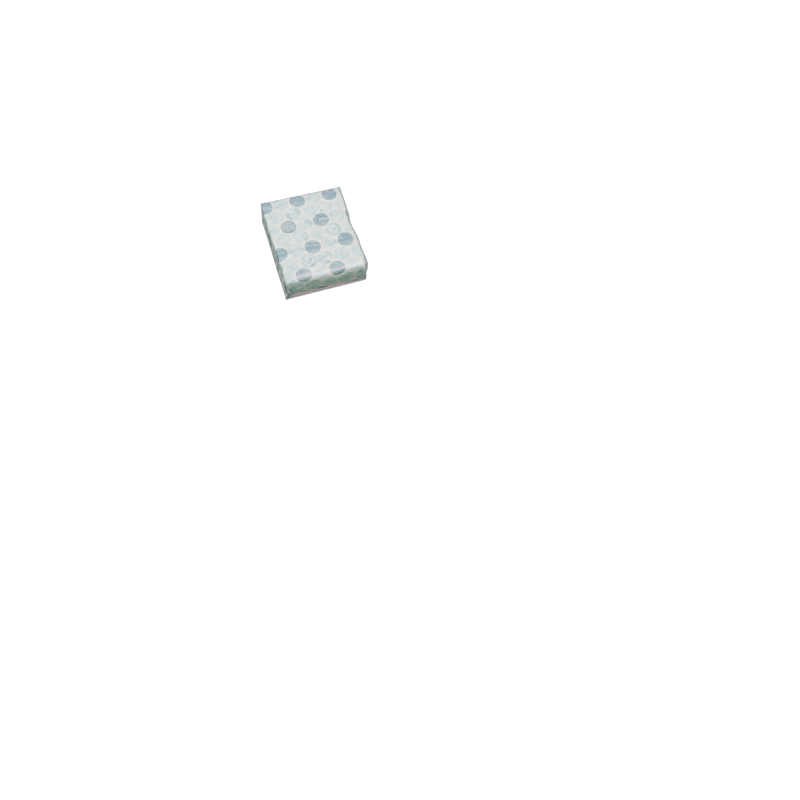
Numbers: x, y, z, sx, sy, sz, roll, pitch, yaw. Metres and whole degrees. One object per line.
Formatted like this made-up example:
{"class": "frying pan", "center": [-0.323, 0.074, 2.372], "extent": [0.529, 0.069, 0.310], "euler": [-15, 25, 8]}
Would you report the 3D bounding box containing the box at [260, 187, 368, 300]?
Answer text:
{"class": "box", "center": [-0.075, -0.137, 0.961], "extent": [0.072, 0.096, 0.028], "euler": [-14, -31, -9]}
